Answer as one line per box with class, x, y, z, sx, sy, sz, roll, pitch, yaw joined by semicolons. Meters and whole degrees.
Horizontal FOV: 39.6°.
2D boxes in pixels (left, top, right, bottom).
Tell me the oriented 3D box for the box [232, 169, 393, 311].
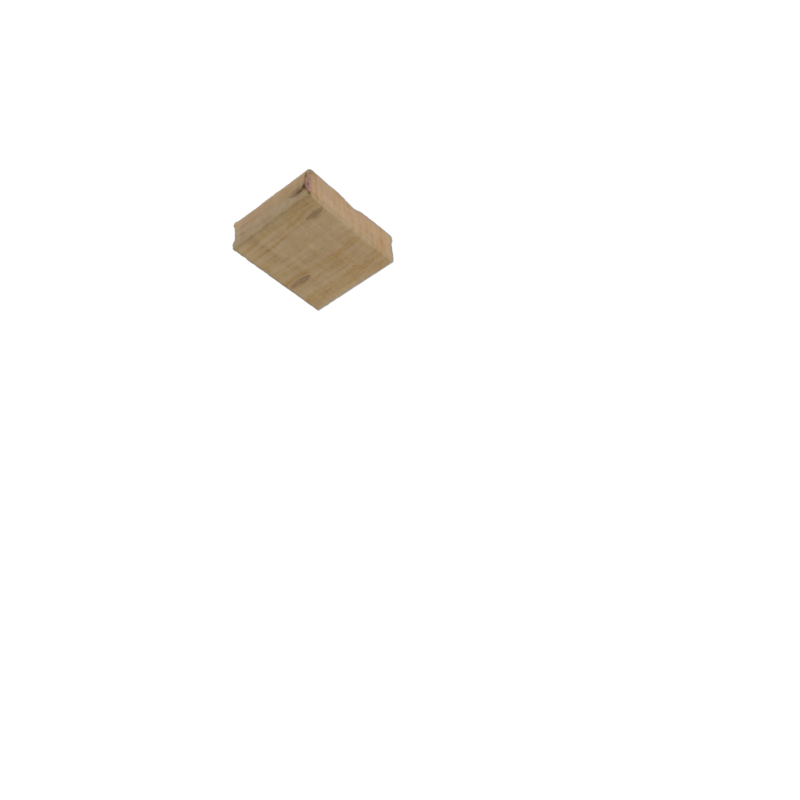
box;-0.060;-0.110;0.770;0.073;0.032;0.084;-33;-52;29
